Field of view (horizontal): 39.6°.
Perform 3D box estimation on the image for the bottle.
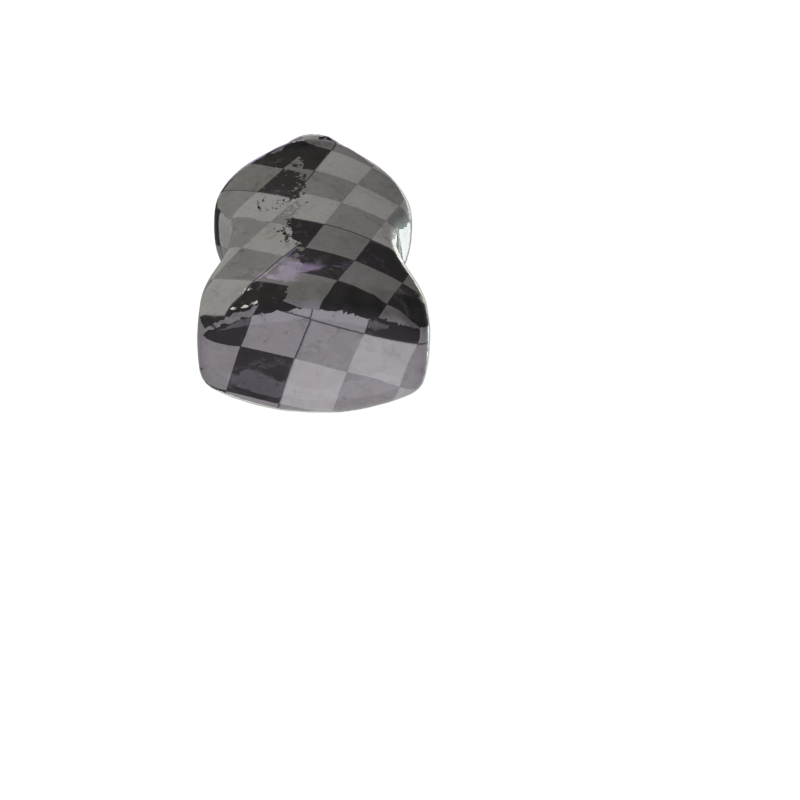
[{"bbox_3d":[-0.041,-0.076,0.529,0.096,0.055,0.205,-1,37,-3],"label":"bottle"}]
